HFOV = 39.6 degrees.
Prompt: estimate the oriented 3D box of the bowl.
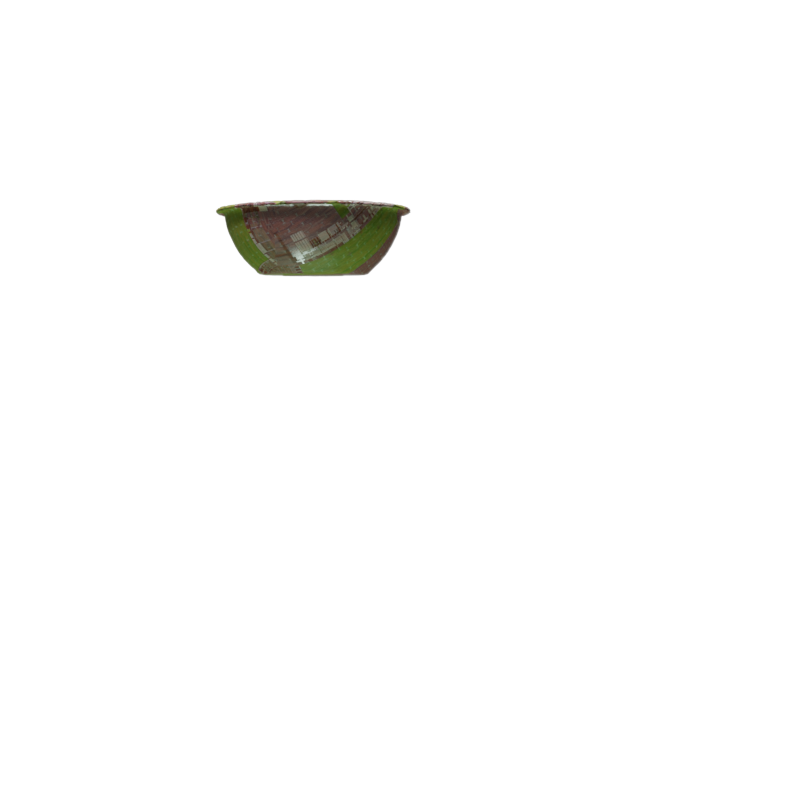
[{"bbox_3d":[-0.072,-0.131,0.920,0.162,0.055,0.163,0,4,-2],"label":"bowl"}]
